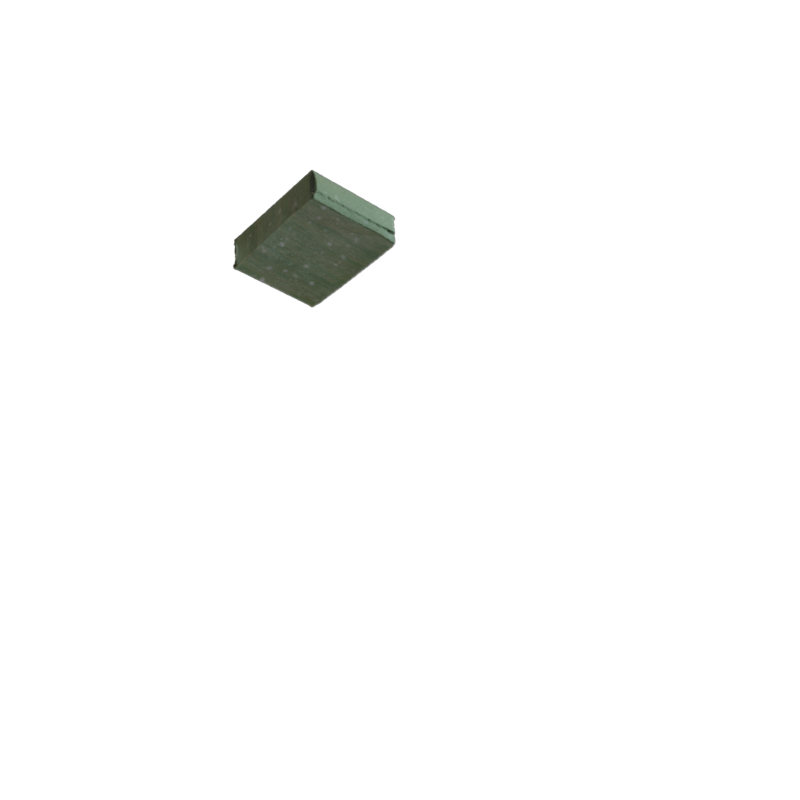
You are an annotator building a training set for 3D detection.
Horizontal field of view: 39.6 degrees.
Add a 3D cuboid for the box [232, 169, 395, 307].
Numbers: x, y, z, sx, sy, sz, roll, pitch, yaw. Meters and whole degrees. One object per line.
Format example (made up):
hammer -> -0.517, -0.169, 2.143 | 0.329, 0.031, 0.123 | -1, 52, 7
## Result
box -> -0.073, -0.133, 0.930 | 0.085, 0.042, 0.112 | 28, -47, -30
